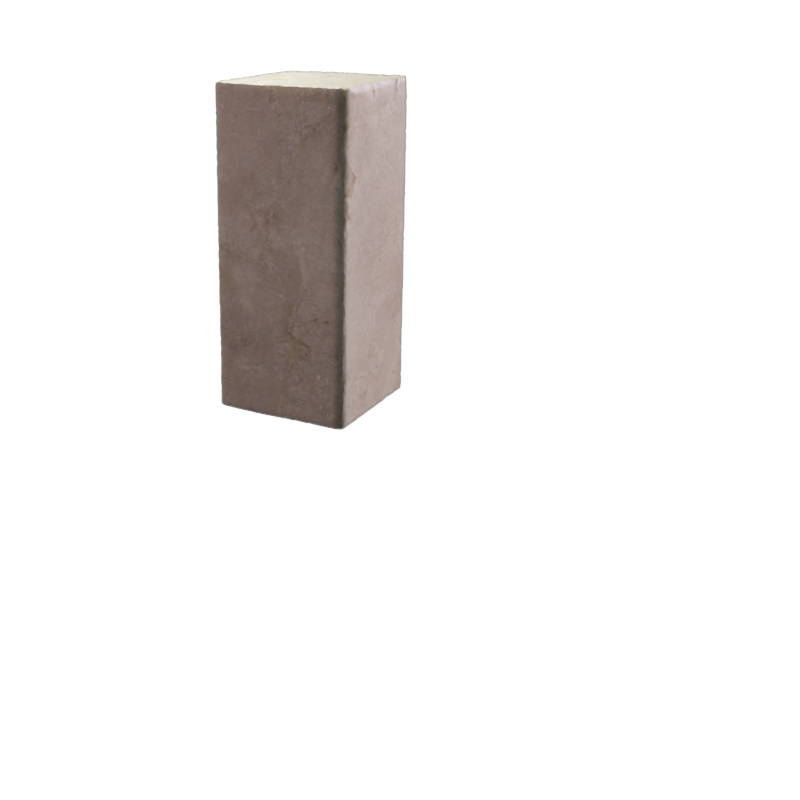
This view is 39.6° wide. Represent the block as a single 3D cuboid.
[{"bbox_3d":[-0.054,-0.100,0.700,0.094,0.199,0.090,8,17,26],"label":"block"}]
